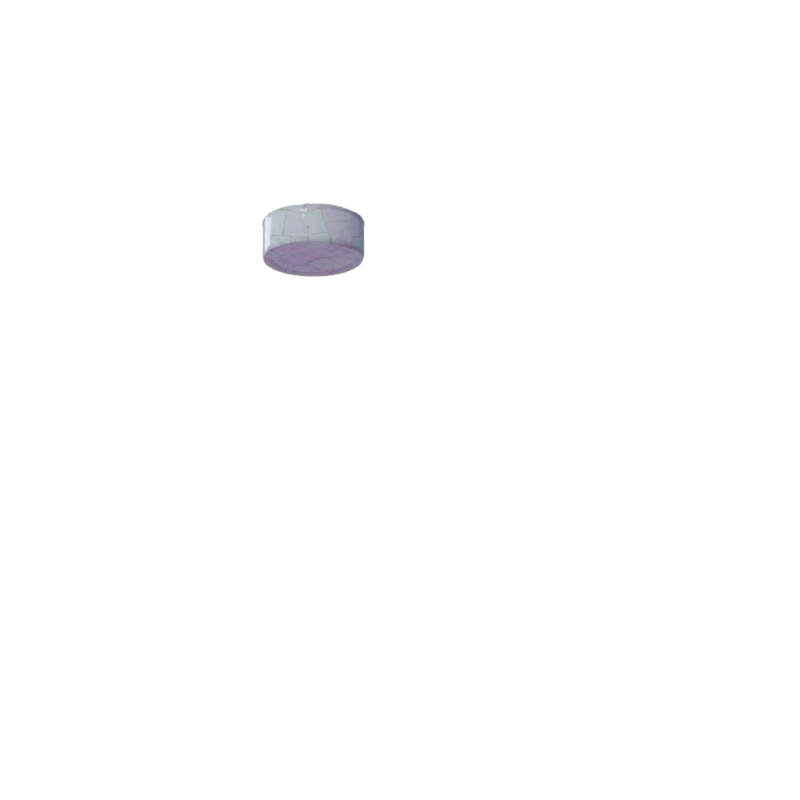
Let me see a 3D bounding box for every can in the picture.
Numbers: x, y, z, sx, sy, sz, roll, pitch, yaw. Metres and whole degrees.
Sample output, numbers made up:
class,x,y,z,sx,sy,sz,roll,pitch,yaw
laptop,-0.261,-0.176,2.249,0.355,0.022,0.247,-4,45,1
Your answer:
class,x,y,z,sx,sy,sz,roll,pitch,yaw
can,-0.072,-0.132,0.922,0.086,0.035,0.082,0,-15,-2
